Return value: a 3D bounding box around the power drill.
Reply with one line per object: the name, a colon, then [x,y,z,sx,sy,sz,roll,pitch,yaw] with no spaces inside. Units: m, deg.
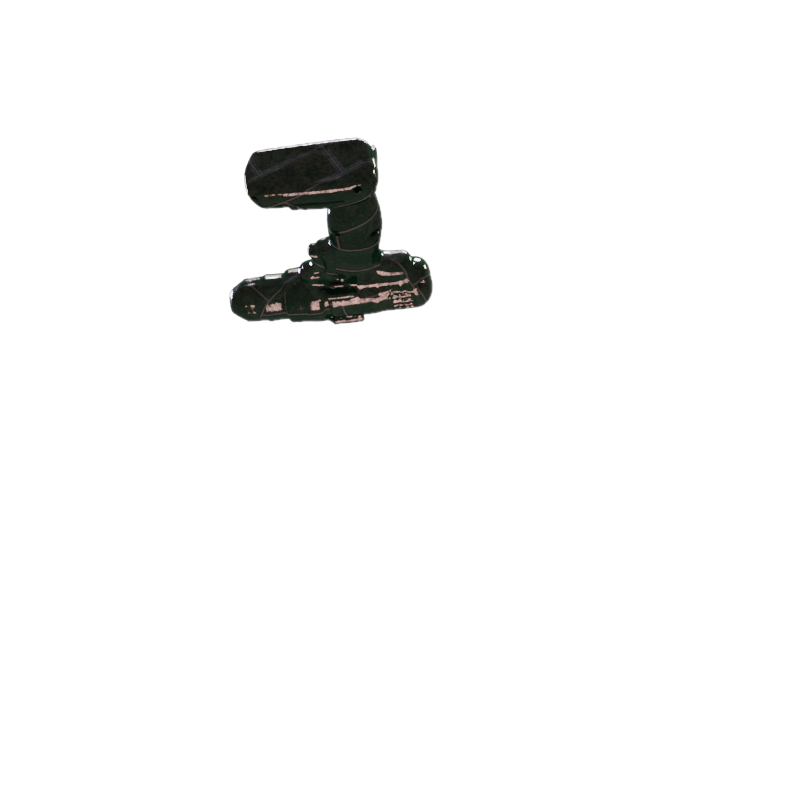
power drill: [-0.074,-0.135,0.945,0.186,0.061,0.173,-6,-36,8]
